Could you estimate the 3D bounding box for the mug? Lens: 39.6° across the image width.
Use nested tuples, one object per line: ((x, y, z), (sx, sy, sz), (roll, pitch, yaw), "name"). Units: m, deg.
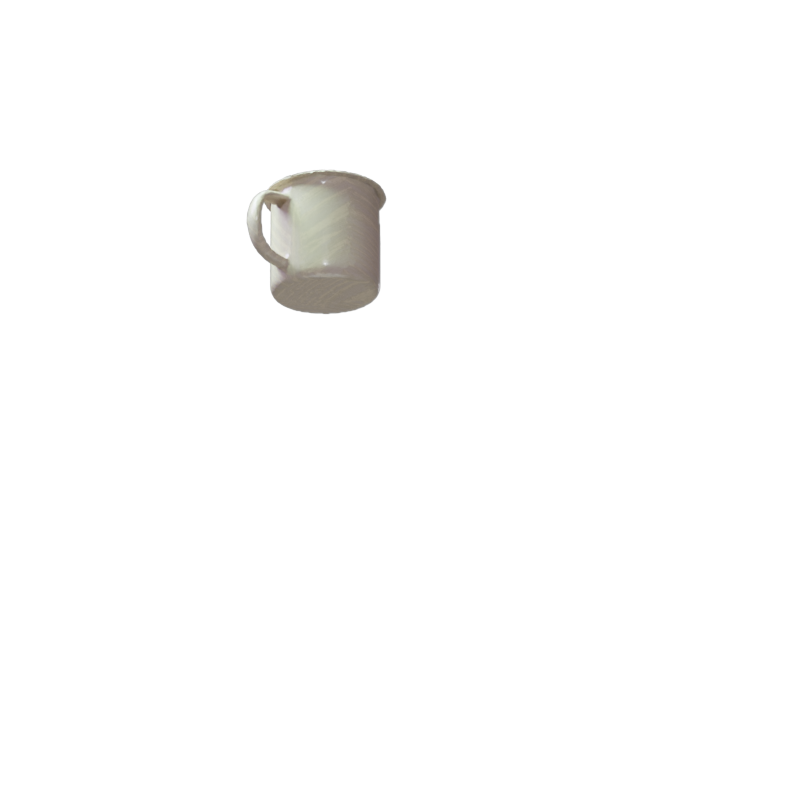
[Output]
((-0.064, -0.117, 0.822), (0.110, 0.086, 0.094), (18, -28, -42), "mug")
